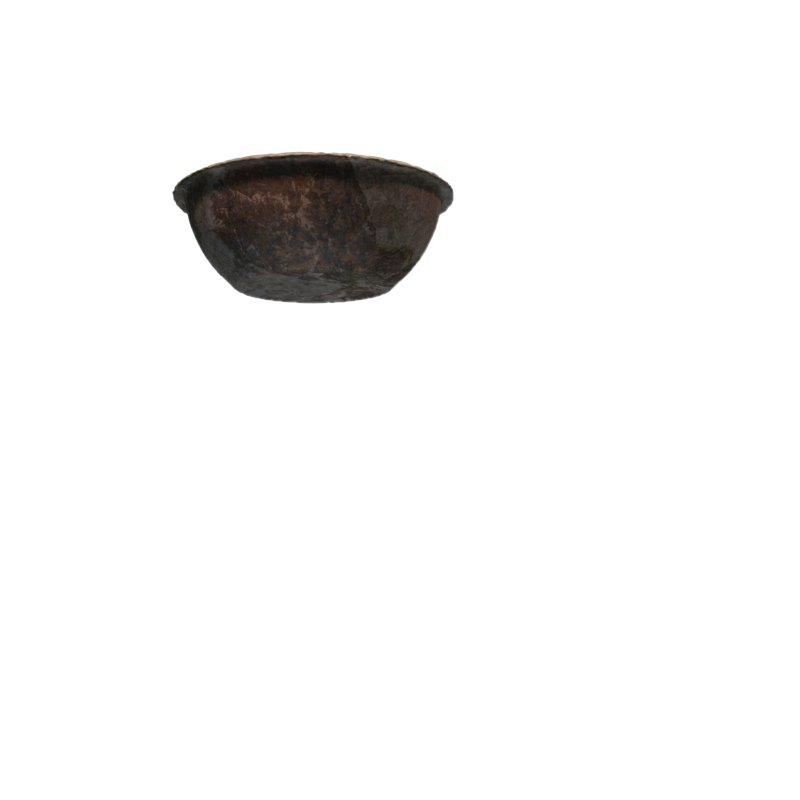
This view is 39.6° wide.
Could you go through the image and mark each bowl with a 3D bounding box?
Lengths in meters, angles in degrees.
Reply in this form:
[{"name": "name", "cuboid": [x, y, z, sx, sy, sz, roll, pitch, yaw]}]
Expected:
[{"name": "bowl", "cuboid": [-0.050, -0.091, 0.634, 0.162, 0.056, 0.158, 0, -7, -2]}]
